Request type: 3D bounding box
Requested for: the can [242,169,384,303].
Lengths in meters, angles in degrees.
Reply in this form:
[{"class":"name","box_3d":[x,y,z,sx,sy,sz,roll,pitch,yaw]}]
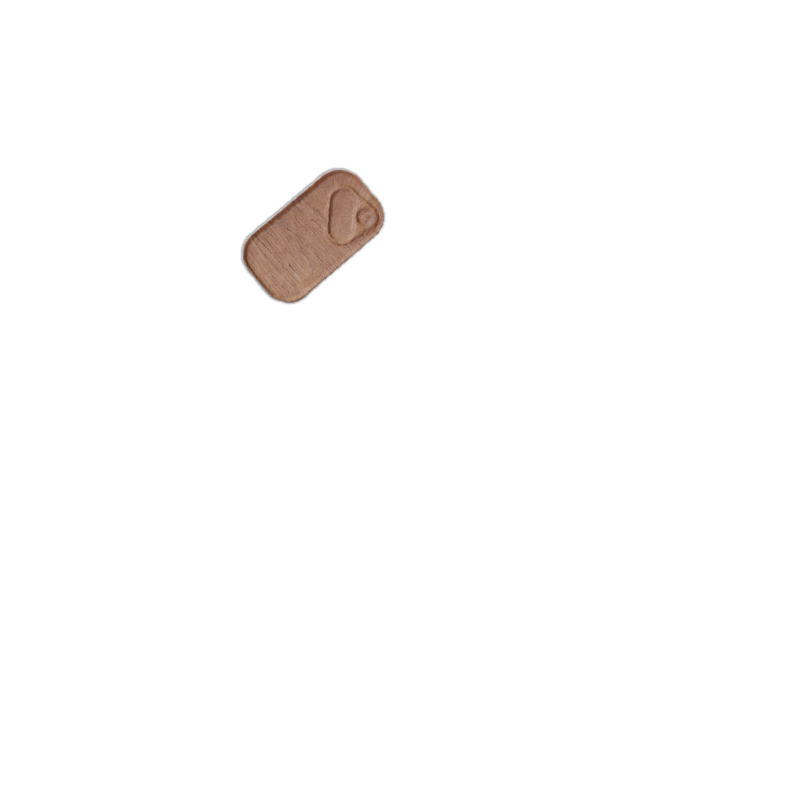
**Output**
[{"class":"can","box_3d":[-0.064,-0.116,0.813,0.102,0.058,0.083,-41,1,-3]}]
